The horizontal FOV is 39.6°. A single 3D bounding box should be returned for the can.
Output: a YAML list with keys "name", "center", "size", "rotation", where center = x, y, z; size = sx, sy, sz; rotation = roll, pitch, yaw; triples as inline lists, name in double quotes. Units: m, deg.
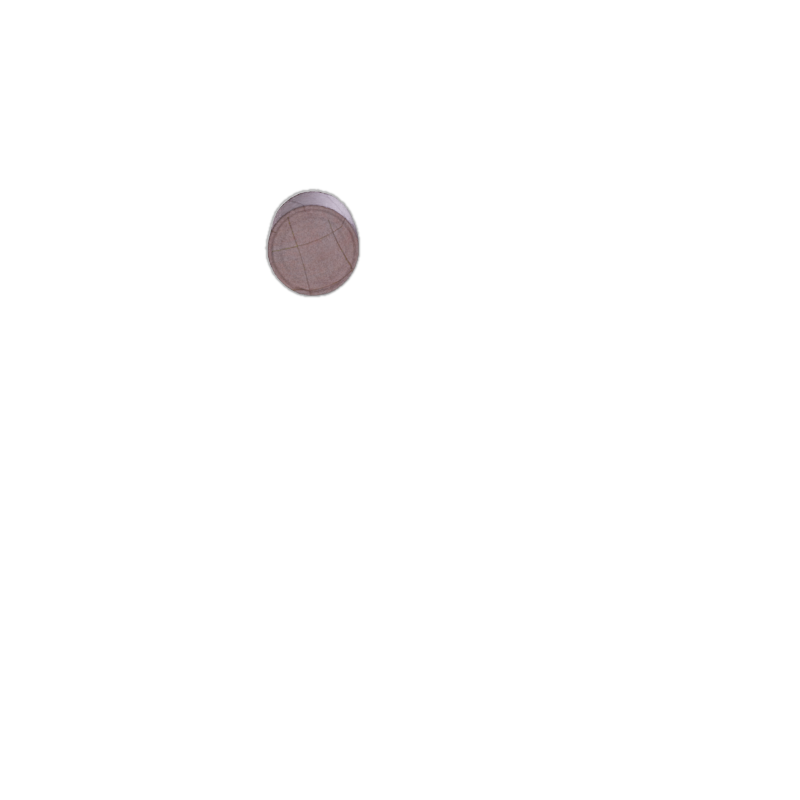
- name: "can"
  center: [-0.065, -0.119, 0.834]
  size: [0.068, 0.067, 0.105]
  rotation: [0, 13, -3]
